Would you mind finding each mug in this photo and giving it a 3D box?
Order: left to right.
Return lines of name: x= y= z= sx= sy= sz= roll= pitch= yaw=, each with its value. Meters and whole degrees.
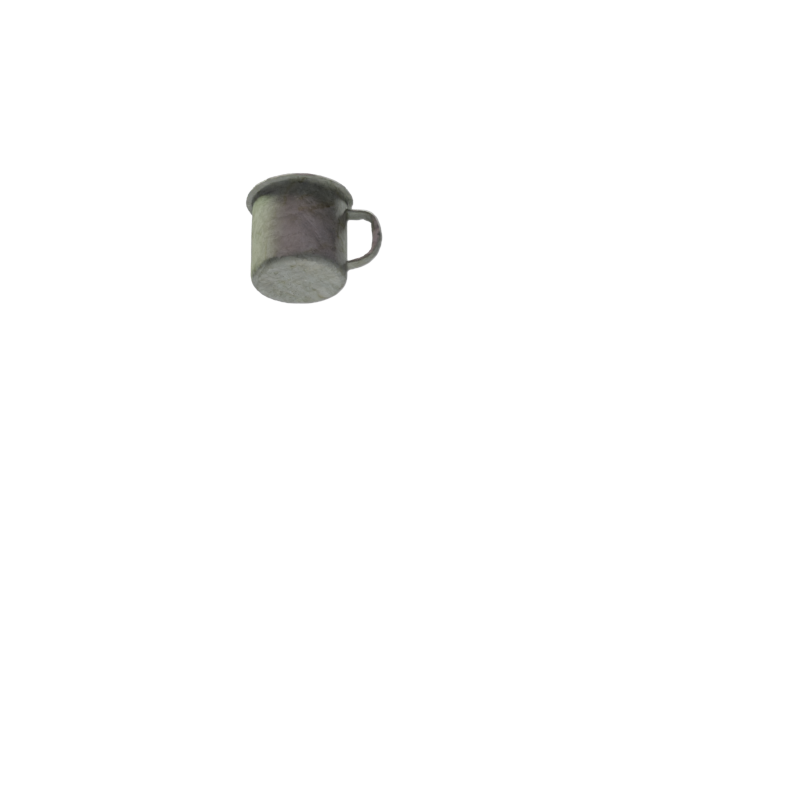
mug: x=-0.074 y=-0.135 z=0.943 sx=0.117 sy=0.086 sz=0.088 roll=-2 pitch=-26 yaw=2
